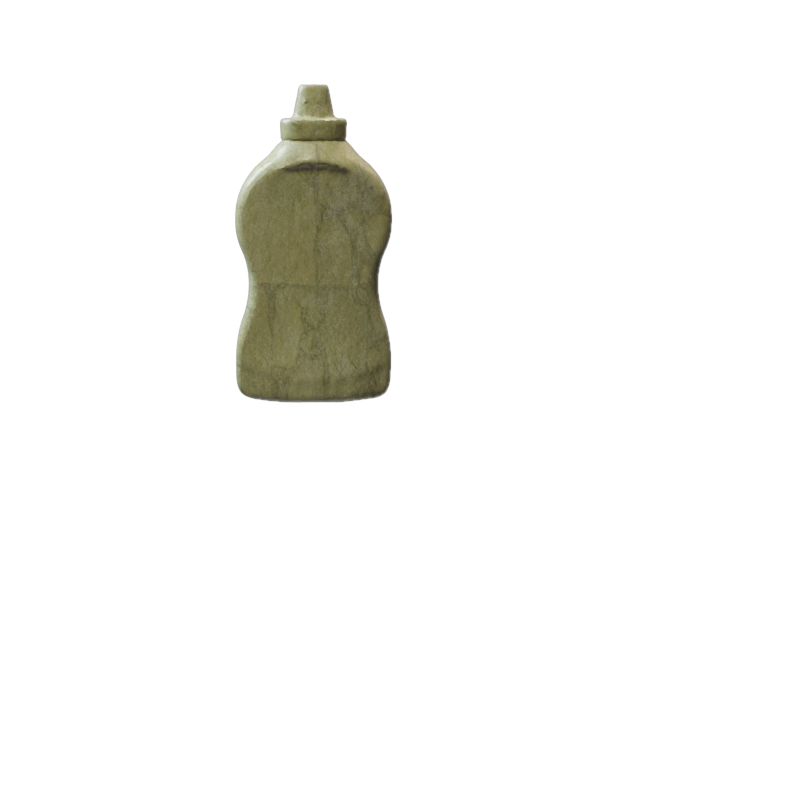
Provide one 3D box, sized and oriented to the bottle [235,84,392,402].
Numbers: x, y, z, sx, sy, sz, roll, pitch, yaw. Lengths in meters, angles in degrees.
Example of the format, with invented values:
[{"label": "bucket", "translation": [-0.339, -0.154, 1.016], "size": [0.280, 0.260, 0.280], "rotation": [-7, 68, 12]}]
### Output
[{"label": "bottle", "translation": [-0.054, -0.098, 0.684], "size": [0.096, 0.188, 0.060], "rotation": [0, 8, -1]}]
